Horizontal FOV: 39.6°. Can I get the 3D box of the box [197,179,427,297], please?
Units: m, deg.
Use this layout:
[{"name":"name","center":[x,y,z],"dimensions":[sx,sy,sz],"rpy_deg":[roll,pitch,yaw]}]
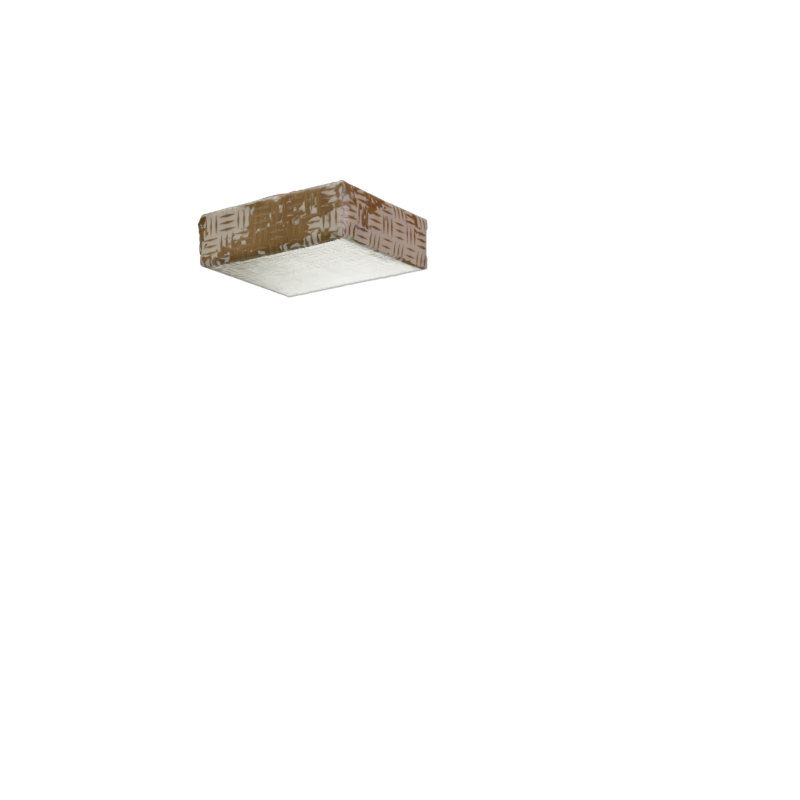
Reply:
[{"name":"box","center":[-0.043,-0.077,0.543],"dimensions":[0.091,0.031,0.069],"rpy_deg":[-7,-12,34]}]
